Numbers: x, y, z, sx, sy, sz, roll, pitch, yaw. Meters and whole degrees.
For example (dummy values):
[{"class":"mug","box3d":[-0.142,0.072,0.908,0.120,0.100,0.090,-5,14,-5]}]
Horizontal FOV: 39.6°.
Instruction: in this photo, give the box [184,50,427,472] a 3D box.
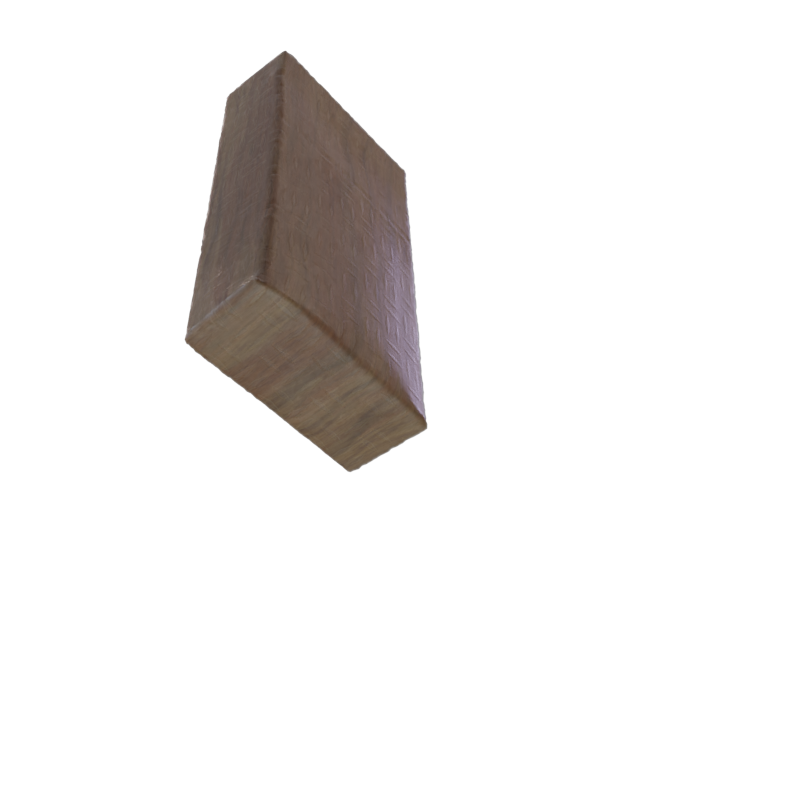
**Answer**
[{"class":"box","box3d":[-0.037,-0.067,0.469,0.048,0.189,0.088,-35,-57,22]}]
